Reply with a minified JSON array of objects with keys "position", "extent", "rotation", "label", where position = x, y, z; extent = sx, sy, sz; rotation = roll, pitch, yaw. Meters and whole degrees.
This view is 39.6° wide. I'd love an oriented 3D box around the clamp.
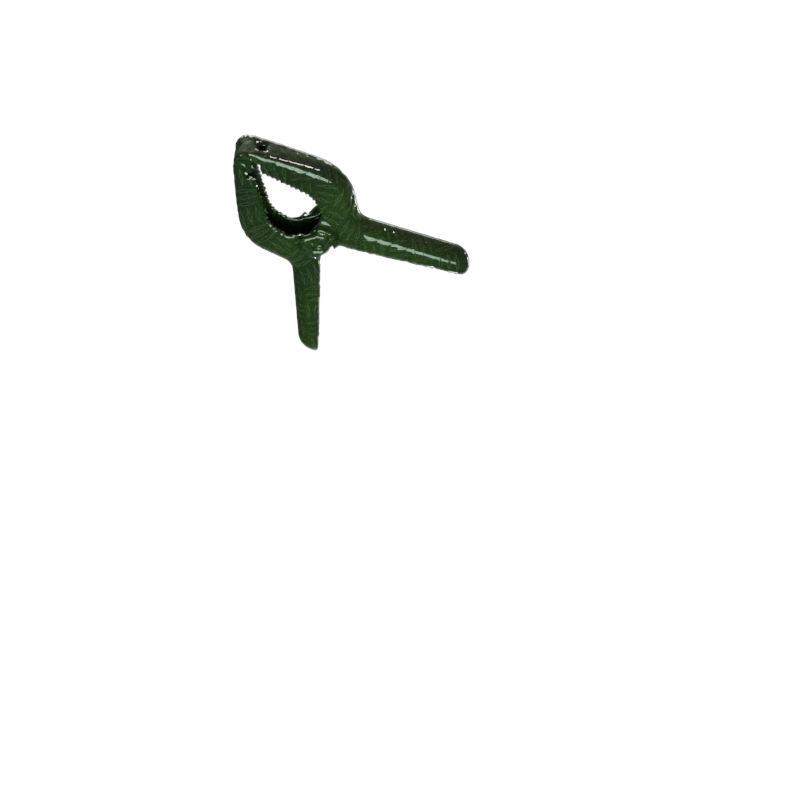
[{"position":[-0.070,-0.127,0.889],"extent":[0.163,0.039,0.197],"rotation":[-34,-57,27],"label":"clamp"}]
